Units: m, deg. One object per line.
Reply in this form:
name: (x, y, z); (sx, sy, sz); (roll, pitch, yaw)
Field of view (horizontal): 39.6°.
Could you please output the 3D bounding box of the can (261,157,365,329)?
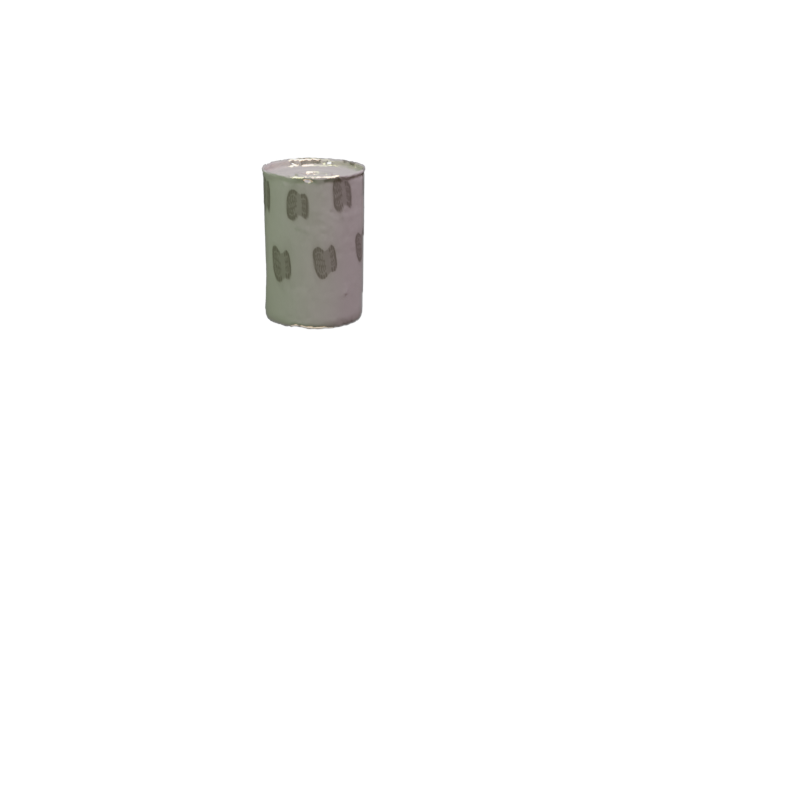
can: (-0.058, -0.105, 0.738); (0.068, 0.099, 0.071); (0, 17, -2)
